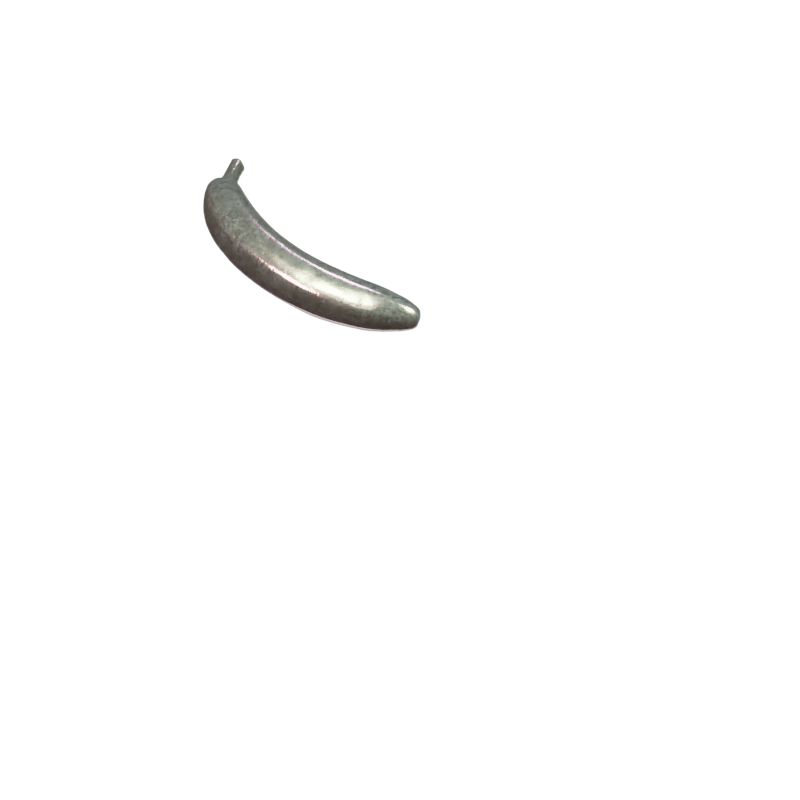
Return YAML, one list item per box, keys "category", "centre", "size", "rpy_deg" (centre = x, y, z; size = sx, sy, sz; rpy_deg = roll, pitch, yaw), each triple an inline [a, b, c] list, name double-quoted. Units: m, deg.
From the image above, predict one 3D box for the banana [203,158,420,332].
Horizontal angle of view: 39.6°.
- category: "banana"
  centre: [-0.076, -0.102, 0.767]
  size: [0.070, 0.210, 0.034]
  rpy_deg: [-37, -26, -22]
